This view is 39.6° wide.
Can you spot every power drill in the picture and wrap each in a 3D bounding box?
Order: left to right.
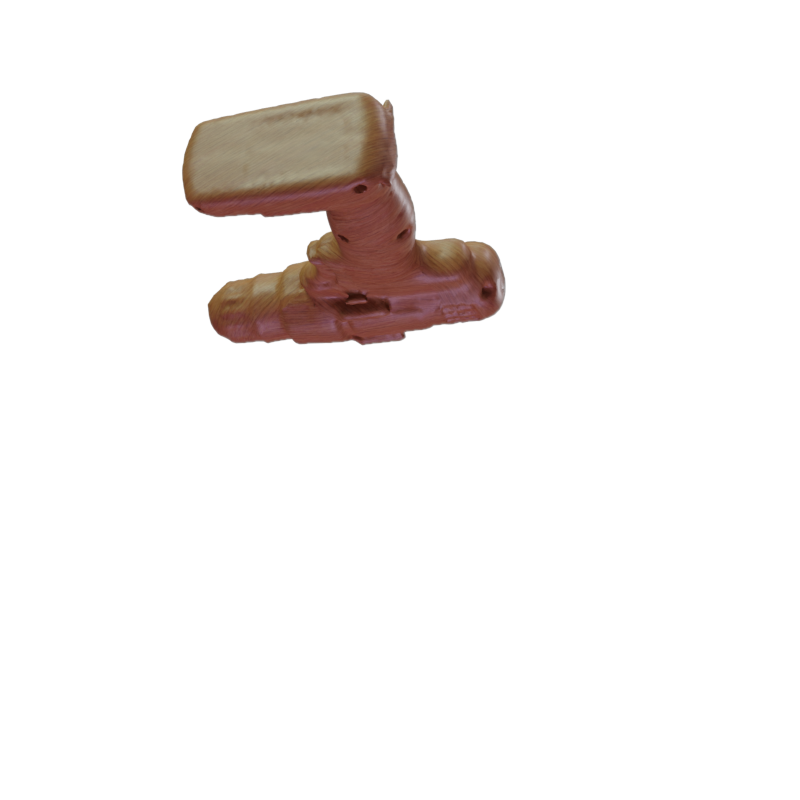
[{"bbox_3d":[-0.048,-0.087,0.613,0.187,0.061,0.174,-7,-24,16],"label":"power drill"}]
